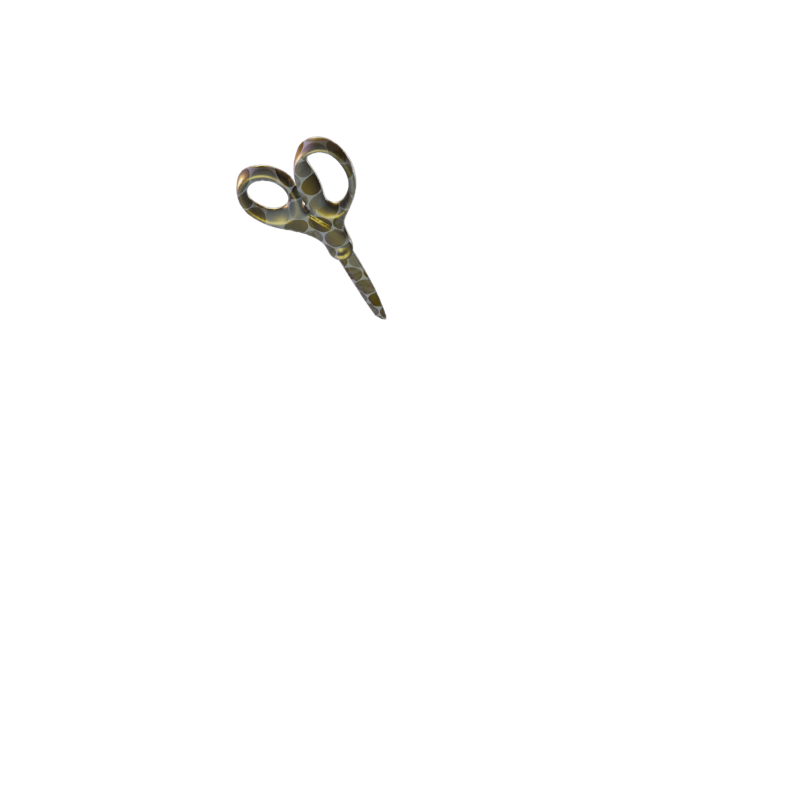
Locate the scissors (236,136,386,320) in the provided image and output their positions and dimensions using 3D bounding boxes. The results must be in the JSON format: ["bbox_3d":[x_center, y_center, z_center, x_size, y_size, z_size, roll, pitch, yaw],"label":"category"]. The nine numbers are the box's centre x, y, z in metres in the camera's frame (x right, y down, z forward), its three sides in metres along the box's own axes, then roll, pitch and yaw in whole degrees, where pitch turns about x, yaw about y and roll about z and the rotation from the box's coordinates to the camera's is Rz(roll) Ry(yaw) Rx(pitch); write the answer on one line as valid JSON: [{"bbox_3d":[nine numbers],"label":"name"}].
[{"bbox_3d":[-0.066,-0.120,0.843,0.097,0.017,0.187,-3,-38,4],"label":"scissors"}]
